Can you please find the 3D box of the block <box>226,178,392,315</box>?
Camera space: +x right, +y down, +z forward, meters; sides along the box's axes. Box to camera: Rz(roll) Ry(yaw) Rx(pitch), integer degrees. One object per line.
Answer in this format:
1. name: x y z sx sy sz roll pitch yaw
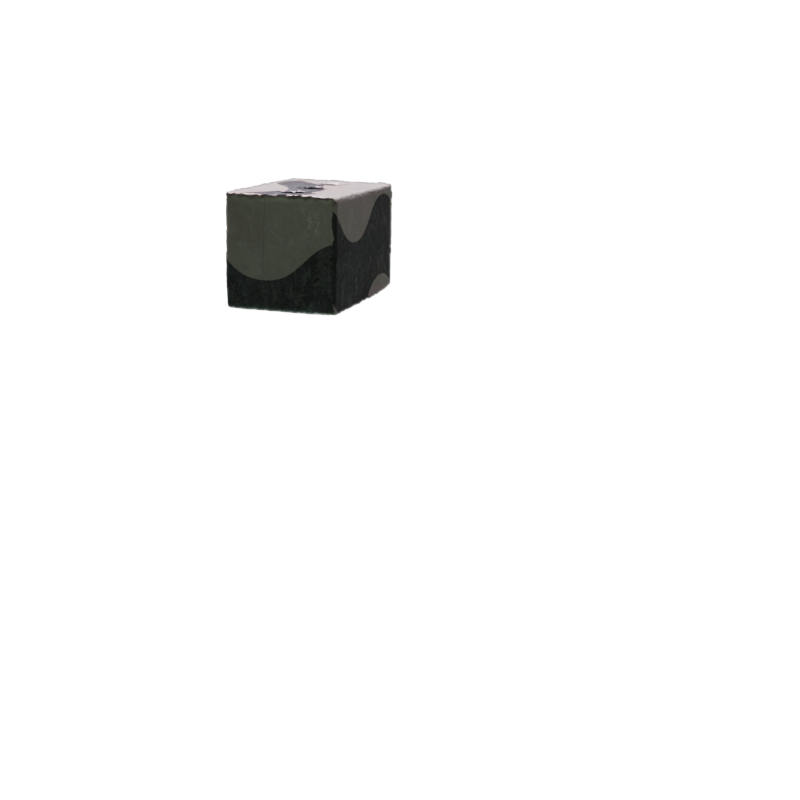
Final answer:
1. block: -0.039 -0.072 0.504 0.054 0.050 0.078 4 14 17
